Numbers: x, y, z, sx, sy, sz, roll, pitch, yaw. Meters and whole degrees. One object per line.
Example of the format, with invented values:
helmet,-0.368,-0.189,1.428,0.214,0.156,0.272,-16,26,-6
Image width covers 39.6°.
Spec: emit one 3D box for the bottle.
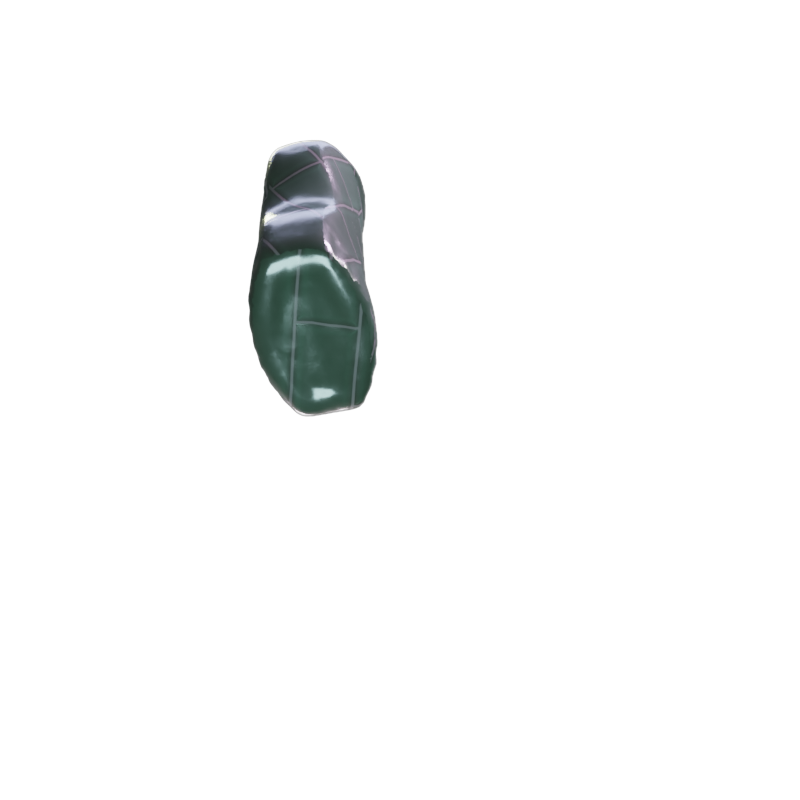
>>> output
bottle,-0.046,-0.085,0.593,0.059,0.090,0.204,-12,33,4
